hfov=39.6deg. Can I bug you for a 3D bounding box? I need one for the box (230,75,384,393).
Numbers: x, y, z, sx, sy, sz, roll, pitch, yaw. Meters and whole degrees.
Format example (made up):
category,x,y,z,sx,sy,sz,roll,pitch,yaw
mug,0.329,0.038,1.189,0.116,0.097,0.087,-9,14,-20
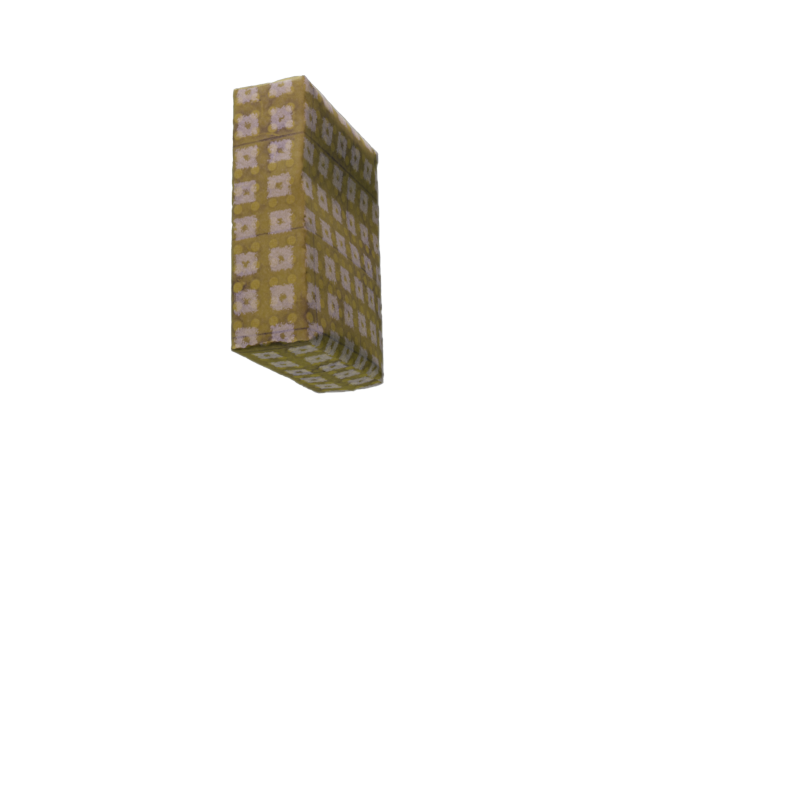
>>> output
category,x,y,z,sx,sy,sz,roll,pitch,yaw
box,-0.069,-0.126,0.886,0.073,0.223,0.154,-8,-18,19
